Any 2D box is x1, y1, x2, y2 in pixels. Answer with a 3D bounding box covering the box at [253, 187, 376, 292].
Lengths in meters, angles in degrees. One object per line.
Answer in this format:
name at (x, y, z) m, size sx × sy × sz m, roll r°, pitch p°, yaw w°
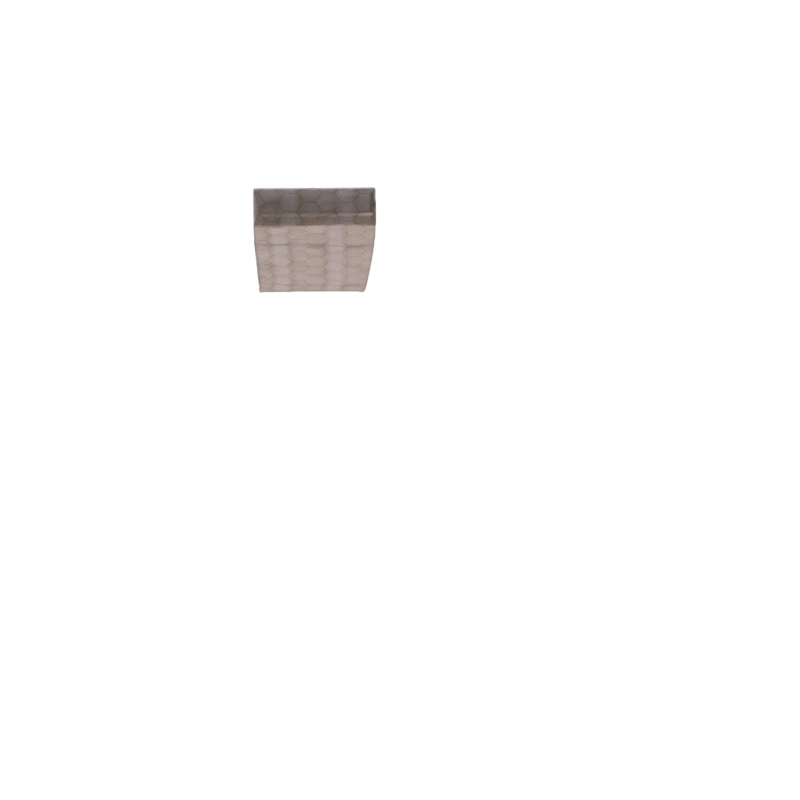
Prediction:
box at (-0.066, -0.121, 0.844) m, size 0.090 × 0.041 × 0.107 m, roll 1°, pitch -24°, yaw -3°
